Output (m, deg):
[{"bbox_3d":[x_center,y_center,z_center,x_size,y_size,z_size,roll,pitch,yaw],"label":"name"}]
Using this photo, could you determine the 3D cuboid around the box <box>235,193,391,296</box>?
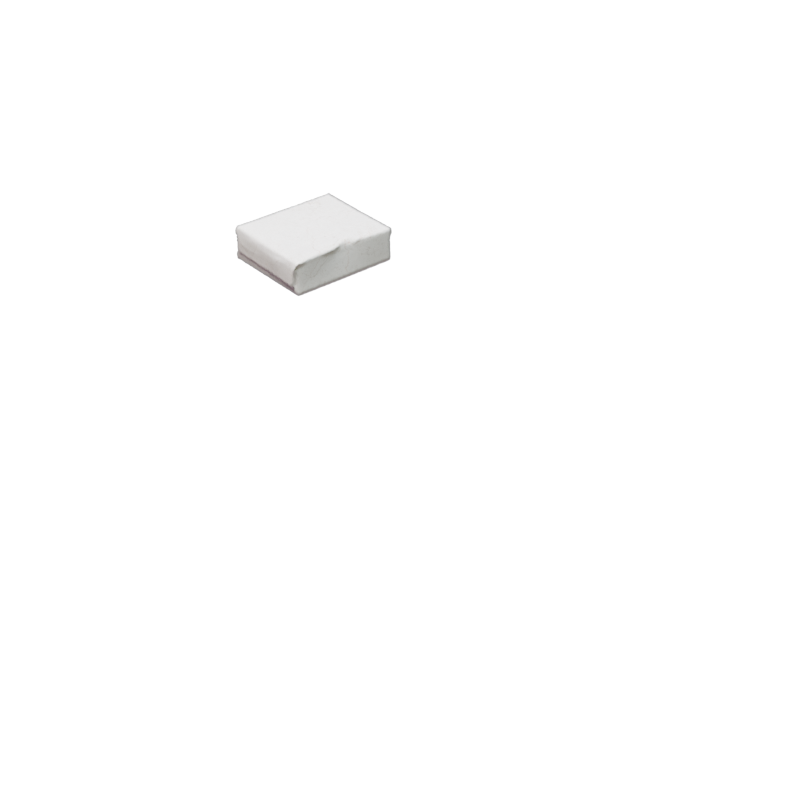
[{"bbox_3d":[-0.063,-0.114,0.800,0.088,0.028,0.078,-25,41,-32],"label":"box"}]
